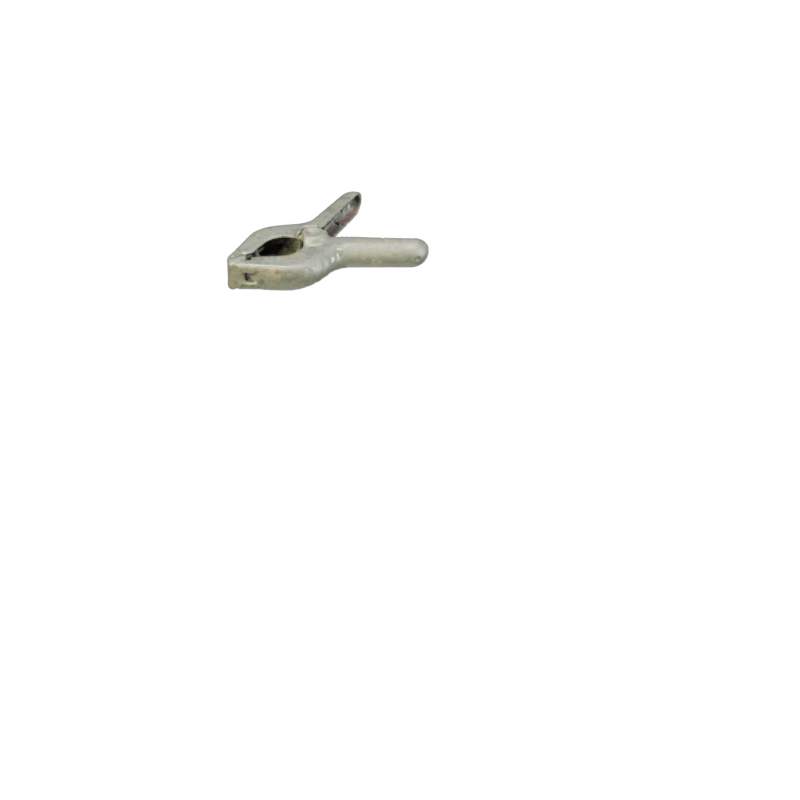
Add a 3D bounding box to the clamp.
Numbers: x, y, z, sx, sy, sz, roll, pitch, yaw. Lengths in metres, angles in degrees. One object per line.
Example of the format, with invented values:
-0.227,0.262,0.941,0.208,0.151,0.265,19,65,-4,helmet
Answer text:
-0.075,-0.137,0.960,0.169,0.037,0.129,-12,33,-20,clamp
